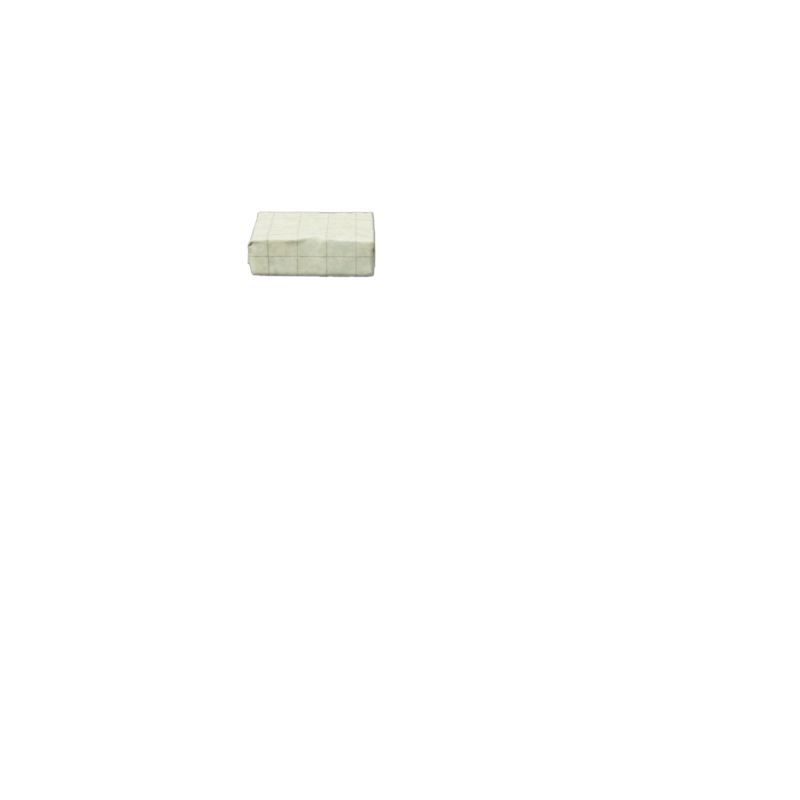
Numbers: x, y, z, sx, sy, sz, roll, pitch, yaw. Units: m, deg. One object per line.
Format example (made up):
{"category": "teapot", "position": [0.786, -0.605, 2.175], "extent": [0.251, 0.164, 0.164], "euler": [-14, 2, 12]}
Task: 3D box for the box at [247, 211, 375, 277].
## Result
{"category": "box", "position": [-0.063, -0.114, 0.801], "extent": [0.089, 0.029, 0.076], "euler": [0, 24, 1]}
